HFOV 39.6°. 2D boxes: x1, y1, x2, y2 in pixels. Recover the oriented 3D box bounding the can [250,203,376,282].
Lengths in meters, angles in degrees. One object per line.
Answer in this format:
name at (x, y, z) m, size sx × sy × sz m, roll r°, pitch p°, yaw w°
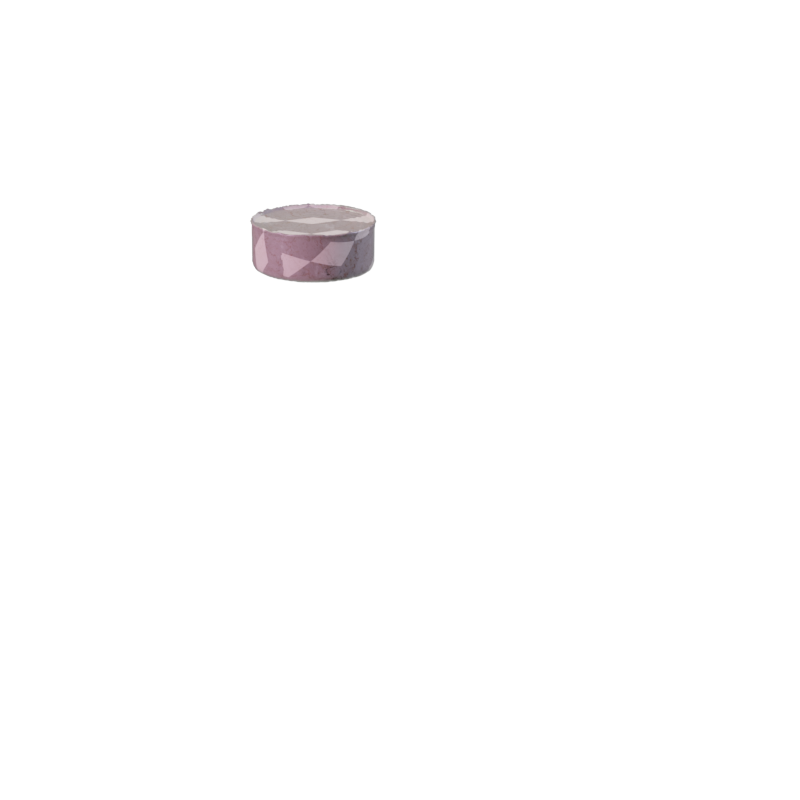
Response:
can at (-0.060, -0.109, 0.762) m, size 0.086 × 0.032 × 0.090 m, roll -1°, pitch 22°, yaw -2°
